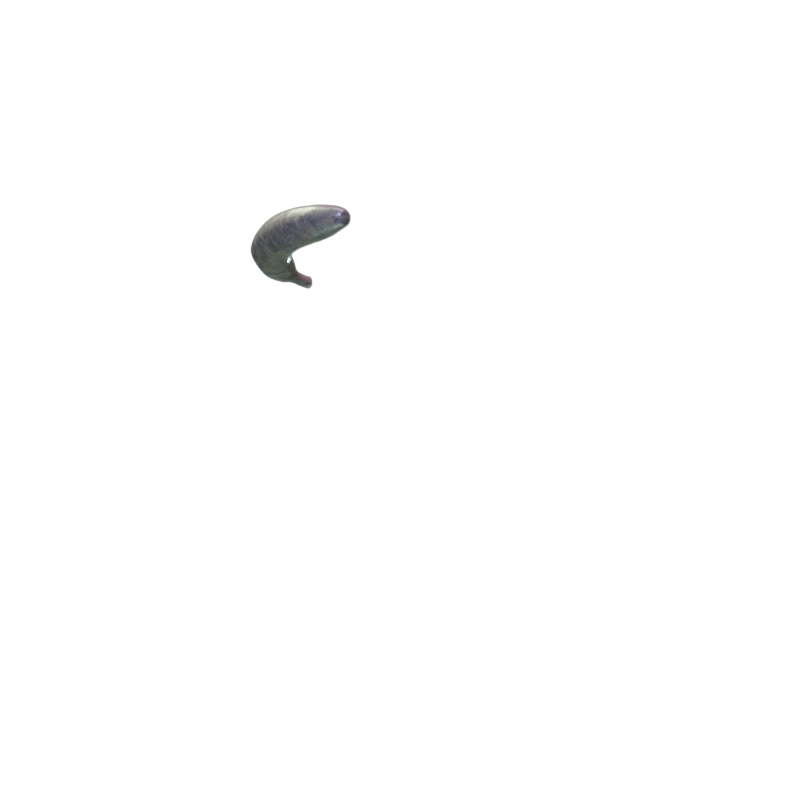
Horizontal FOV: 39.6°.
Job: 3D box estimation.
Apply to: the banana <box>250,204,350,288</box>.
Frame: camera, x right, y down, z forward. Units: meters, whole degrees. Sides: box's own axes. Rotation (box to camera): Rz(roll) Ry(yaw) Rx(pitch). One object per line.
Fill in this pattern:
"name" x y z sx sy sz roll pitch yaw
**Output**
"banana" -0.097 -0.142 0.998 0.068 0.038 0.195 2 -10 -14
